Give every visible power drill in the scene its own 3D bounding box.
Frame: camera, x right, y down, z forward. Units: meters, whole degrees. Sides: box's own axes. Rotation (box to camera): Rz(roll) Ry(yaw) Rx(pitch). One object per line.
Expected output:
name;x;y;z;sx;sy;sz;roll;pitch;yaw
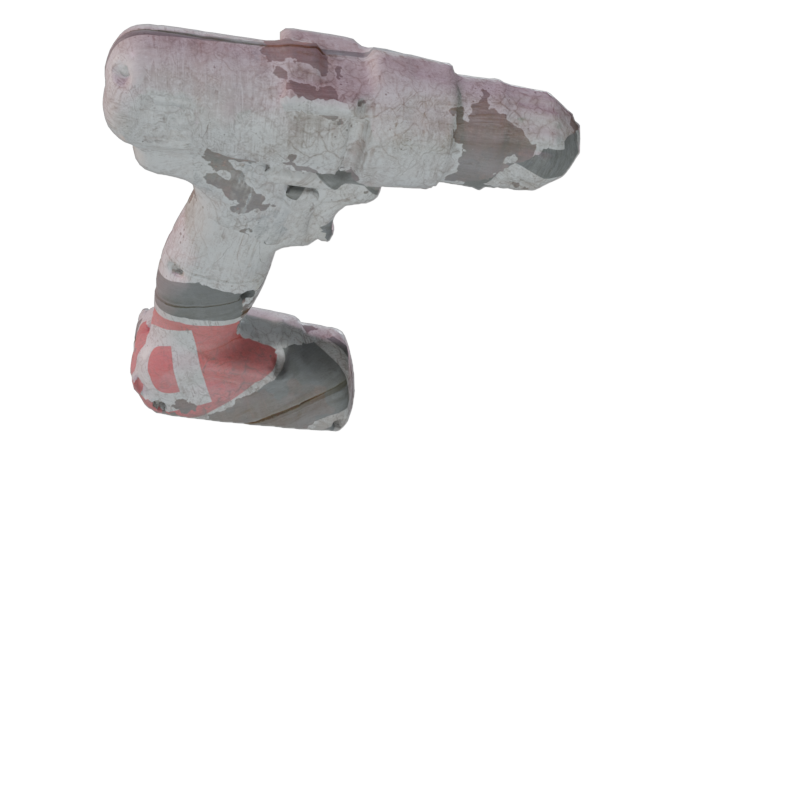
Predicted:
power drill;-0.037;-0.067;0.468;0.182;0.177;0.062;9;43;-9
